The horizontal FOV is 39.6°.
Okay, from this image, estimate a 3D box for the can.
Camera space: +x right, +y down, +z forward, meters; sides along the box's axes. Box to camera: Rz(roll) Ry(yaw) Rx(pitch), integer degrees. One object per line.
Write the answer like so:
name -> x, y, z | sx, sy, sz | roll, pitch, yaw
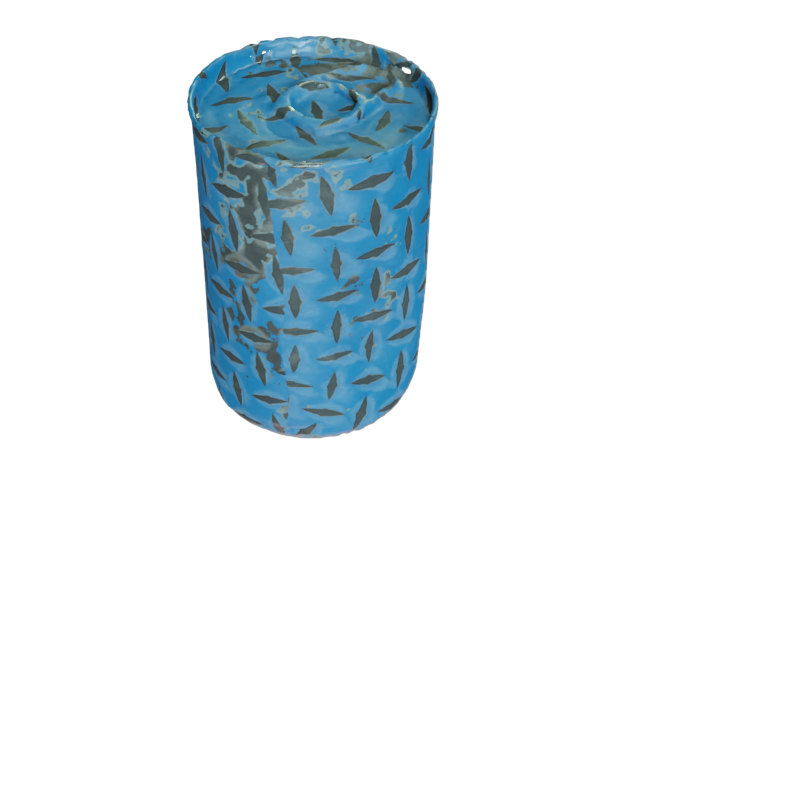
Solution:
can -> -0.026, -0.047, 0.330 | 0.068, 0.095, 0.073 | 0, 42, -3
